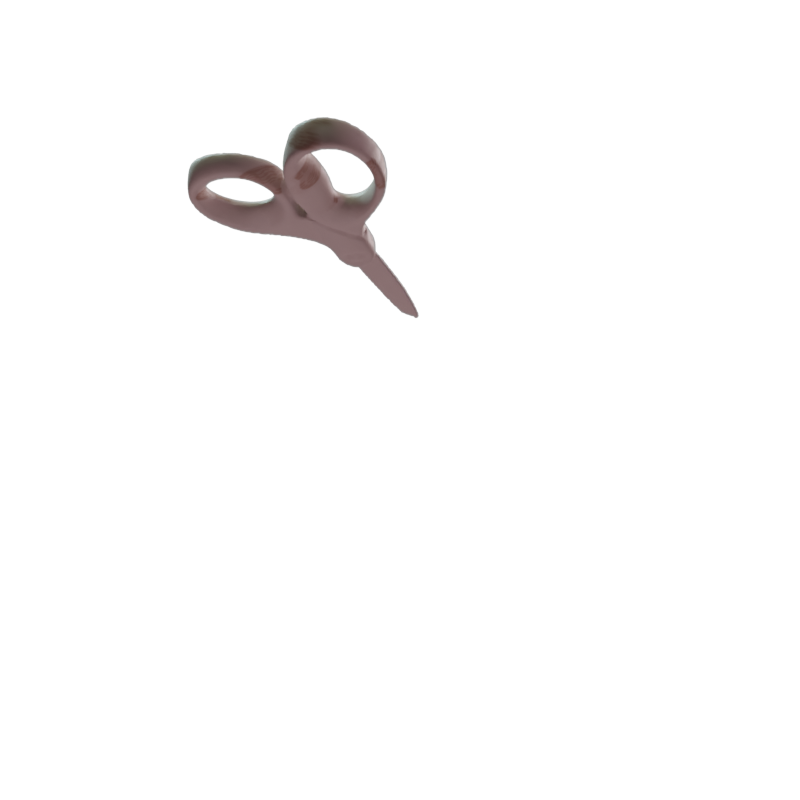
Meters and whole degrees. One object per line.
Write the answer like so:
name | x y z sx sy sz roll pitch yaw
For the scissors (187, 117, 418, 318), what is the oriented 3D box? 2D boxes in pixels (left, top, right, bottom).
scissors | -0.042 -0.076 0.535 0.097 0.017 0.191 -1 -19 3
